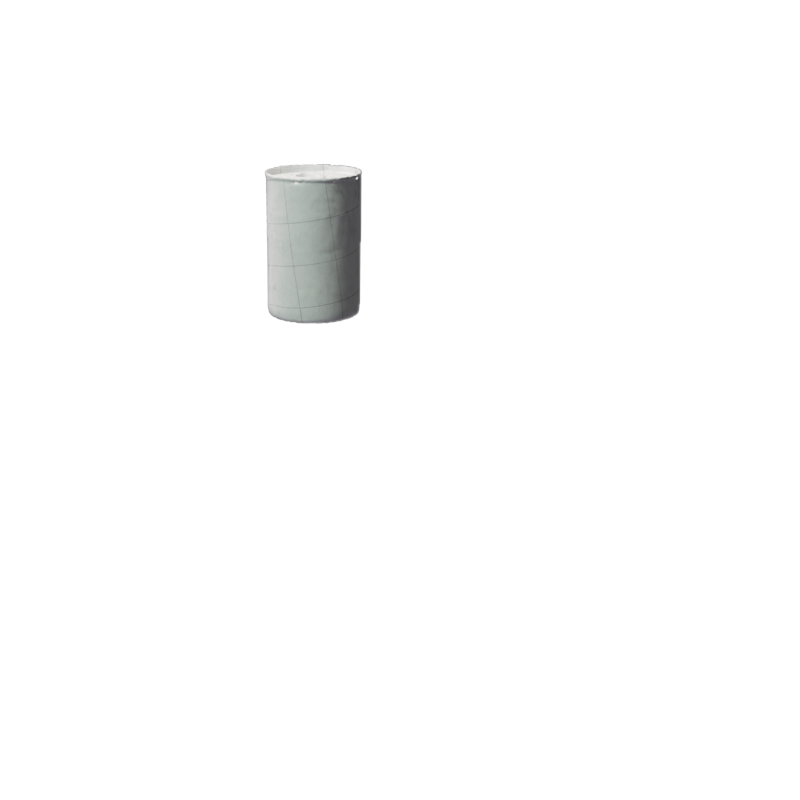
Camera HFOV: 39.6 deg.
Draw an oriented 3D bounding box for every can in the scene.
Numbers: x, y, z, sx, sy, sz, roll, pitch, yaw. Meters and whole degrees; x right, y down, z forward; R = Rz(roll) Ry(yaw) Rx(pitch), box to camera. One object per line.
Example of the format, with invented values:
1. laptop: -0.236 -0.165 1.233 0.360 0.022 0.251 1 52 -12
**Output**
1. can: -0.061 -0.112 0.783 0.068 0.099 0.071 0 15 -2
